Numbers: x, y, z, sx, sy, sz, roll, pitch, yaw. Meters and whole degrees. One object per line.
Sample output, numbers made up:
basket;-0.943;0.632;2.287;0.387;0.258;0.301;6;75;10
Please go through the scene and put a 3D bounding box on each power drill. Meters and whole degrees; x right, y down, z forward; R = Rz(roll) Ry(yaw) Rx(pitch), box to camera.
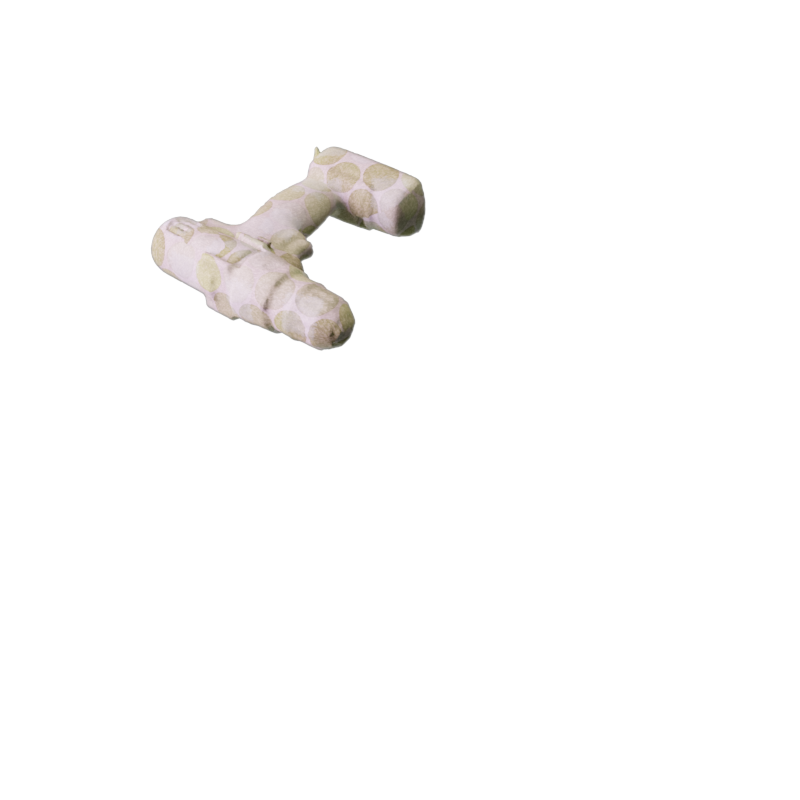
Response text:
power drill;-0.065;-0.119;0.835;0.196;0.054;0.189;28;46;30
